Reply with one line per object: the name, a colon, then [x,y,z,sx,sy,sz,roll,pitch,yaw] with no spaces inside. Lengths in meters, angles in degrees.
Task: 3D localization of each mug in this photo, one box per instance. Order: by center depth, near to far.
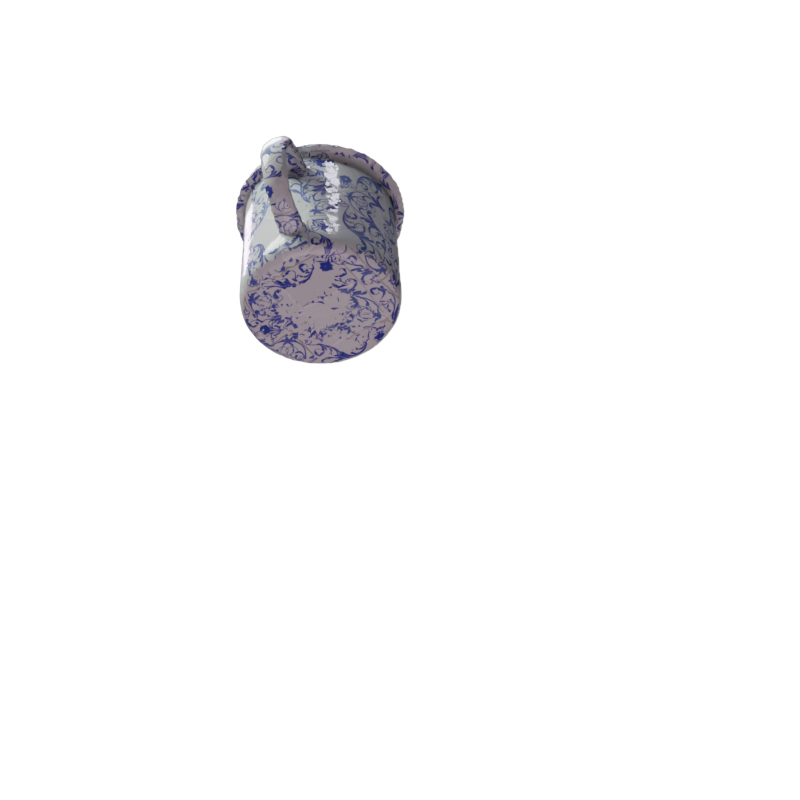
mug: [-0.045,-0.082,0.575,0.094,0.108,0.087,-13,40,9]
